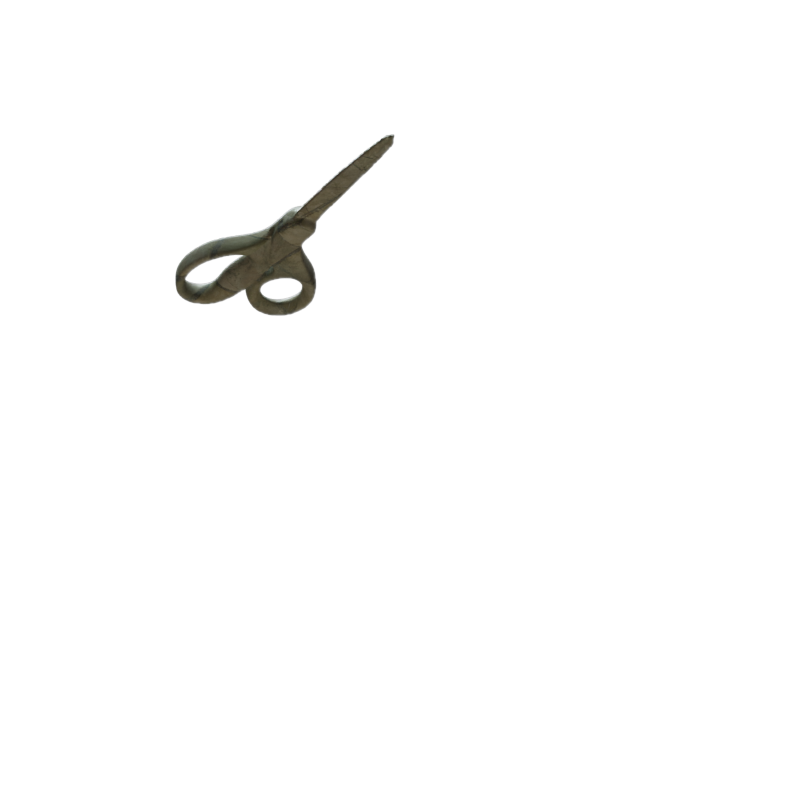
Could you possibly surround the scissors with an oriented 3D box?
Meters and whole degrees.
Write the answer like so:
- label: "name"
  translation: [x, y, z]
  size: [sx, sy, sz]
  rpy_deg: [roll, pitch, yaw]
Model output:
- label: "scissors"
  translation: [-0.051, -0.094, 0.657]
  size: [0.203, 0.017, 0.090]
  rpy_deg: [-21, -32, 36]
